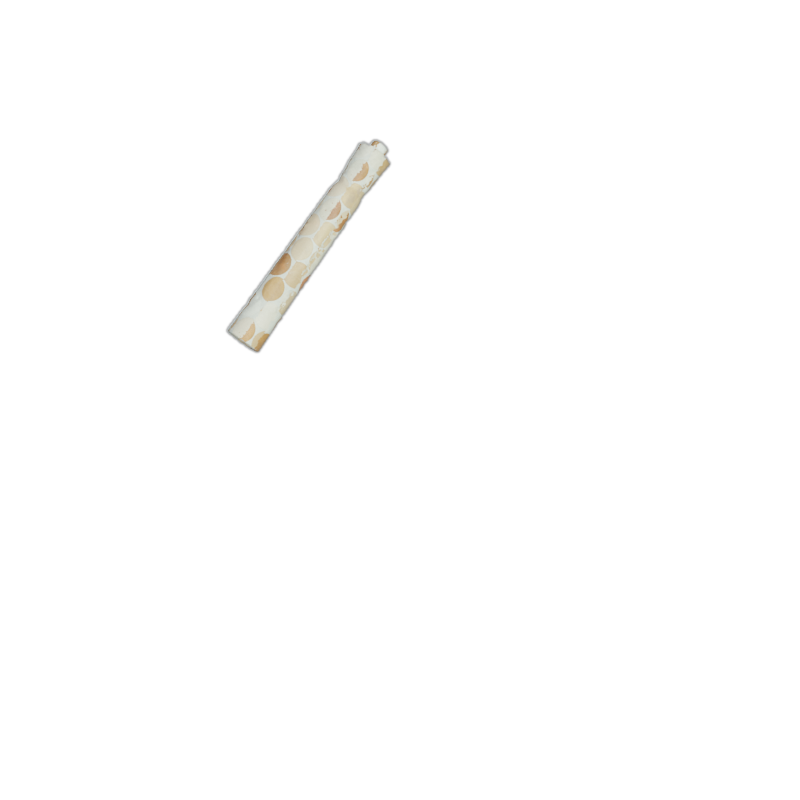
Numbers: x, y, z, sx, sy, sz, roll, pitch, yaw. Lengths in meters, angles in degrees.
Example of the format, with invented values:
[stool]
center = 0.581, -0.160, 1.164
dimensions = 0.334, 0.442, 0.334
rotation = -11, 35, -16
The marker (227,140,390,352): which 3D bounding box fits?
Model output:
[marker]
center = -0.043, -0.078, 0.545
dimensions = 0.020, 0.122, 0.019
rotation = 33, -10, 3
